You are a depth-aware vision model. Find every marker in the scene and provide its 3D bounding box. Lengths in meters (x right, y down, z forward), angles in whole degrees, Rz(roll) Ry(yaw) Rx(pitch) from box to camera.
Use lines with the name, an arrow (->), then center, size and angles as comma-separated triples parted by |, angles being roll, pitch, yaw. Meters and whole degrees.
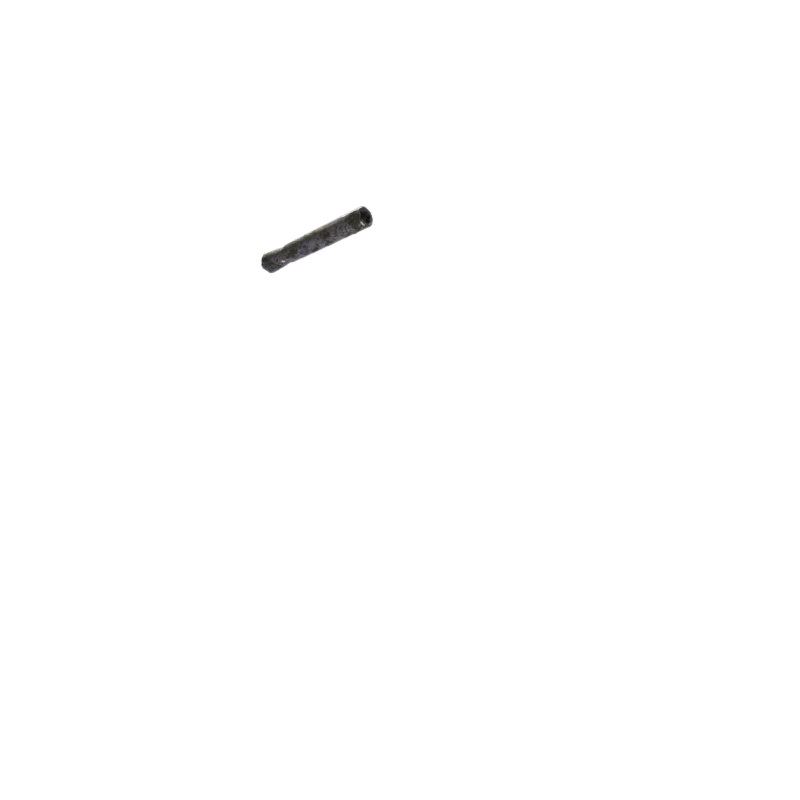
marker -> -0.074, -0.135, 0.948 | 0.122, 0.020, 0.019 | -19, -9, 37
